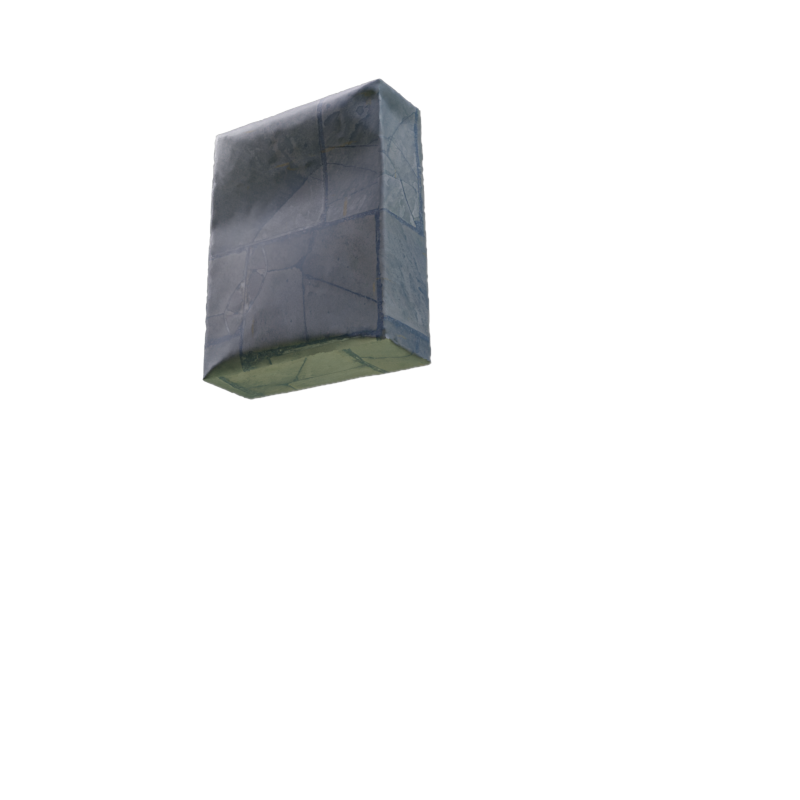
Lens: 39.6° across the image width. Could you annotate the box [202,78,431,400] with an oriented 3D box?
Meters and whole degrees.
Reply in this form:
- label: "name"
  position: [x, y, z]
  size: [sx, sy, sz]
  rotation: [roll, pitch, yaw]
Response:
- label: "box"
  position: [-0.067, -0.121, 0.850]
  size: [0.167, 0.225, 0.067]
  rotation: [-13, -25, 29]
